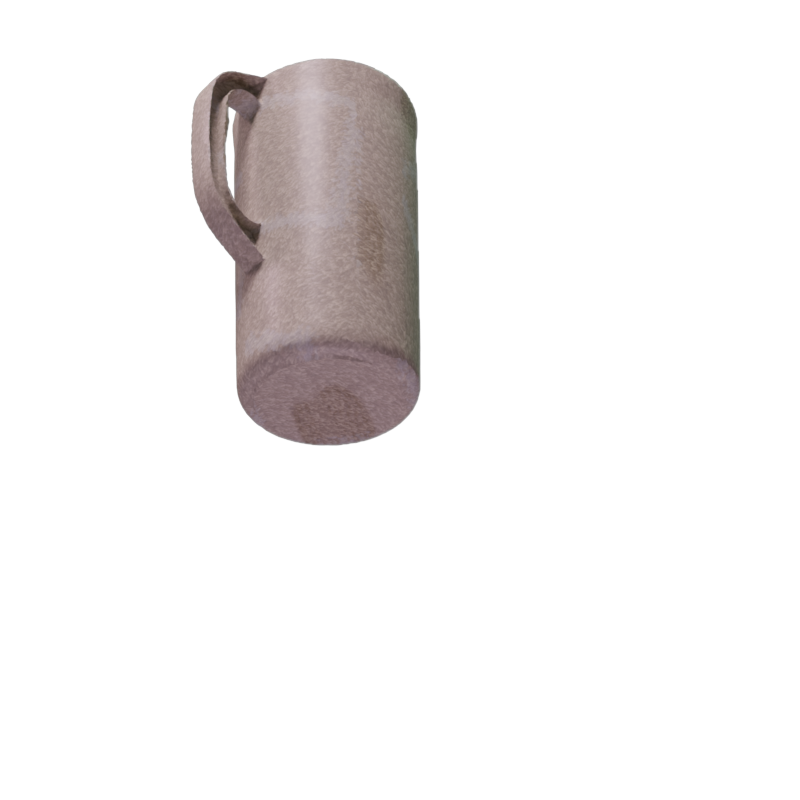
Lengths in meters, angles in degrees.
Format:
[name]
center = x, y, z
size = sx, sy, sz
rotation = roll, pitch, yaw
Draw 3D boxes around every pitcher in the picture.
[pitcher]
center = -0.056, -0.102, 0.717
size = 0.149, 0.261, 0.135
rotation = -3, -39, 1
